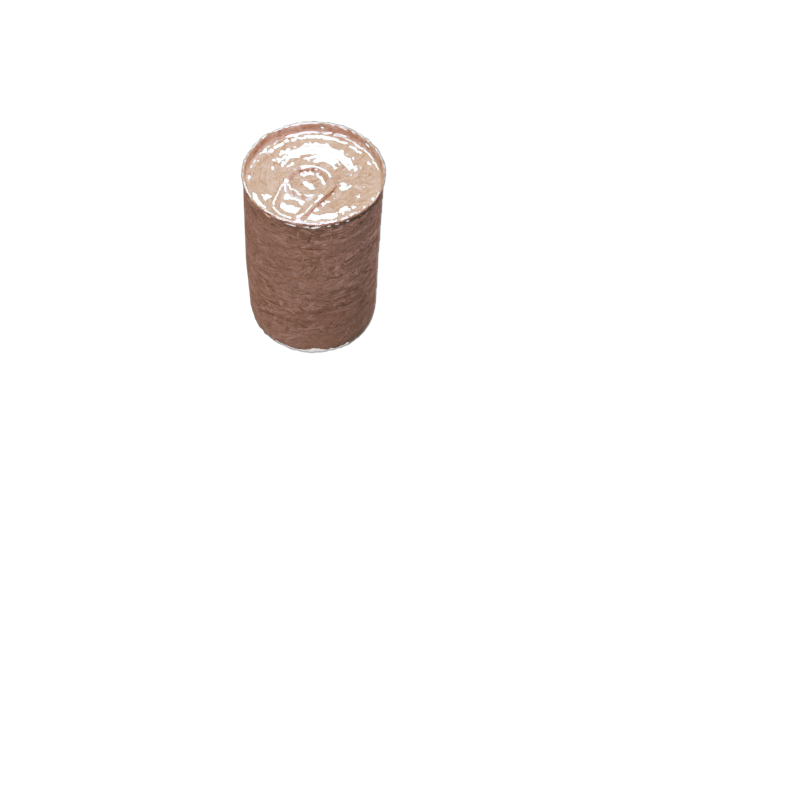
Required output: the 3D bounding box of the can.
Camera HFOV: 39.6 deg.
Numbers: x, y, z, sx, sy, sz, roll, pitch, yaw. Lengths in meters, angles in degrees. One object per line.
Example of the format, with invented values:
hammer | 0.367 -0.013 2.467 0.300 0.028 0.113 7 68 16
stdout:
can | -0.043 -0.079 0.555 0.068 0.073 0.095 0 -37 -3
